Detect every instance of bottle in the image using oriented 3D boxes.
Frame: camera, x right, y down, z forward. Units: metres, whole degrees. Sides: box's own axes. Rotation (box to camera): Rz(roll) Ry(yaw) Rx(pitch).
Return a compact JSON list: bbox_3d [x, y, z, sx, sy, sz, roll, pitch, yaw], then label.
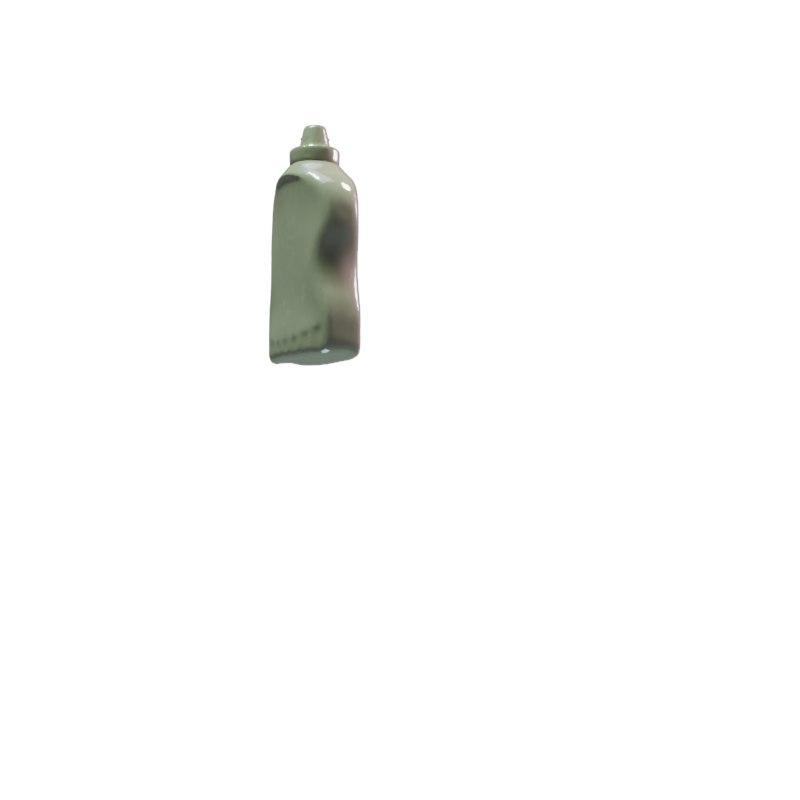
[{"bbox_3d":[-0.069,-0.127,0.888,0.056,0.197,0.097,6,-12,-30],"label":"bottle"}]
